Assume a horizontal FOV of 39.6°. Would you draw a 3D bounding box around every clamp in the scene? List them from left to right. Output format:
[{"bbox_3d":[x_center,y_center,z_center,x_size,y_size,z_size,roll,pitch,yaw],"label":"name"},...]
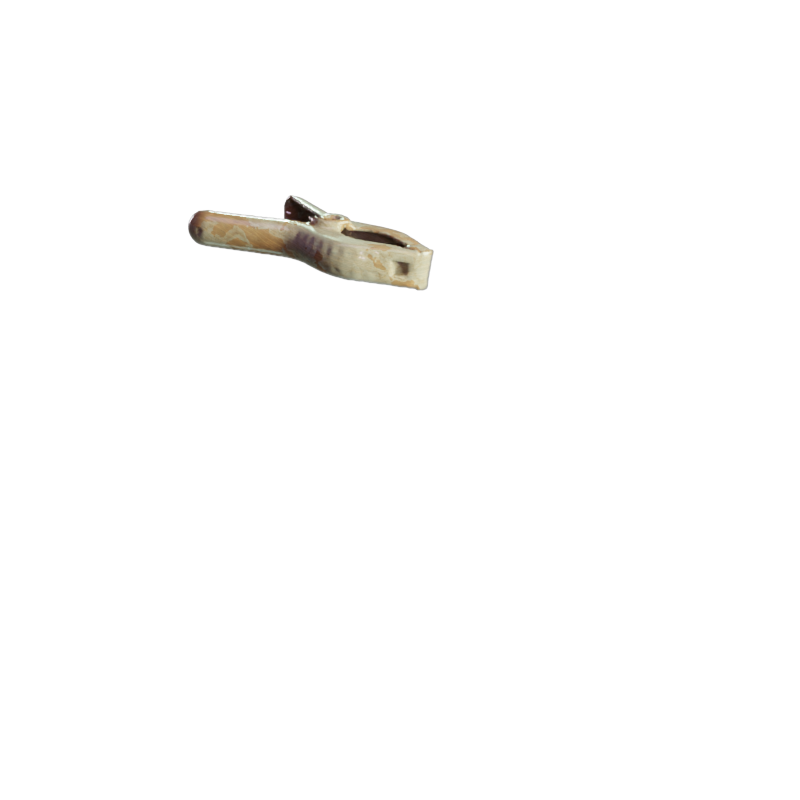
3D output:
[{"bbox_3d":[-0.060,-0.110,0.768,0.182,0.037,0.118,22,31,40],"label":"clamp"}]
